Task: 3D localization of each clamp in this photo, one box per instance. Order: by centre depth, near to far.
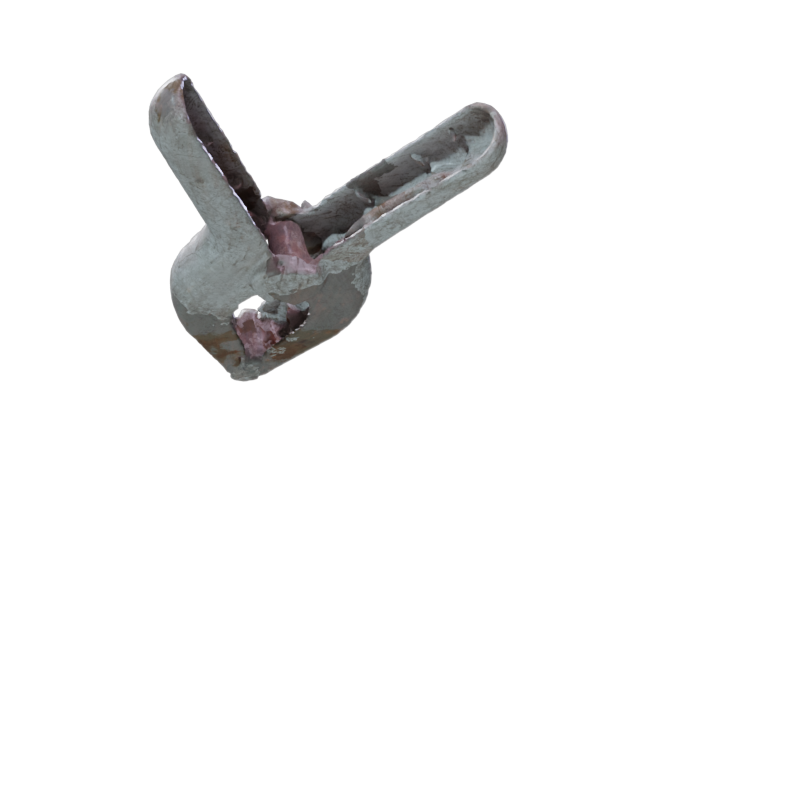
[{"bbox_3d":[-0.033,-0.060,0.417,0.119,0.042,0.163,4,-27,-8],"label":"clamp"}]
